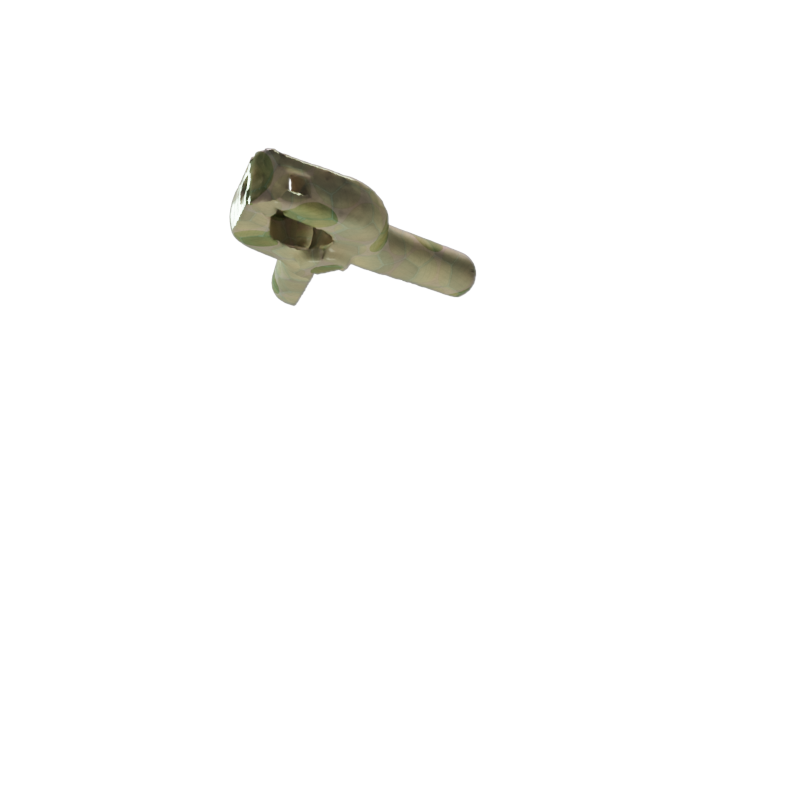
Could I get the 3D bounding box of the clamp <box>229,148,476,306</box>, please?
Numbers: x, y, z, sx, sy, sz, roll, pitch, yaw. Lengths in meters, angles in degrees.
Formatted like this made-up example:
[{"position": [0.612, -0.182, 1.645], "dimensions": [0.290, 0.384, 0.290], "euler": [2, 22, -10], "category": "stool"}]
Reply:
[{"position": [-0.046, -0.083, 0.583], "dimensions": [0.122, 0.041, 0.160], "euler": [-10, -21, 27], "category": "clamp"}]
